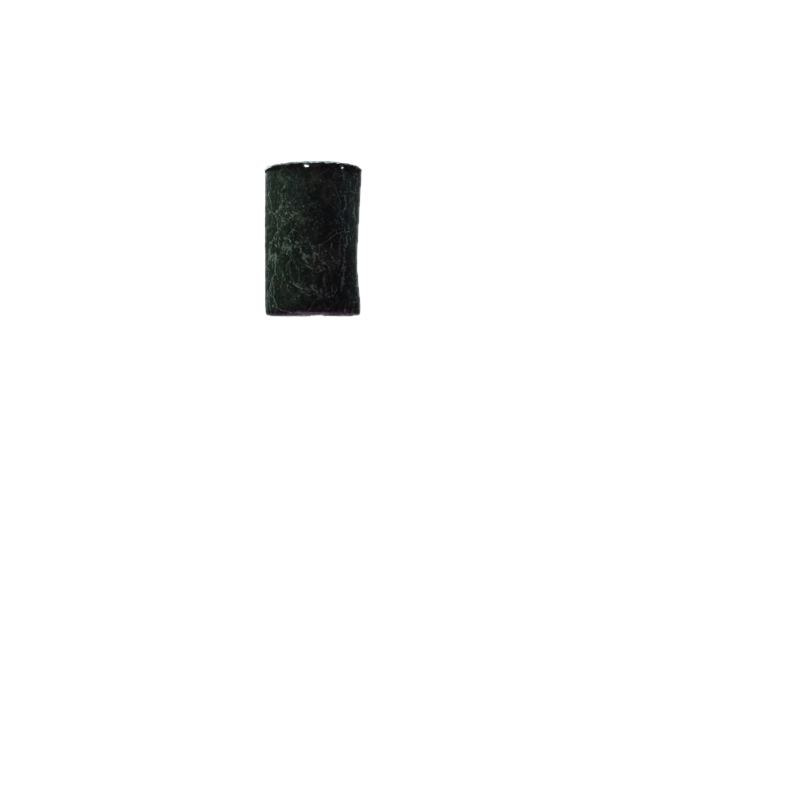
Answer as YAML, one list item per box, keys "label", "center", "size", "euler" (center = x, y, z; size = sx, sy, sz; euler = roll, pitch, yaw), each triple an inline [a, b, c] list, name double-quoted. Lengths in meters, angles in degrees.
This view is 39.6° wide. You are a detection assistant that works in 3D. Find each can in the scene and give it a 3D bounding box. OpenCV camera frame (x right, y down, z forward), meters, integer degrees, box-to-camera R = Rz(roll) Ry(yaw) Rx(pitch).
- label: "can"
  center: [-0.060, -0.110, 0.768]
  size: [0.068, 0.103, 0.068]
  euler: [0, -3, -2]
